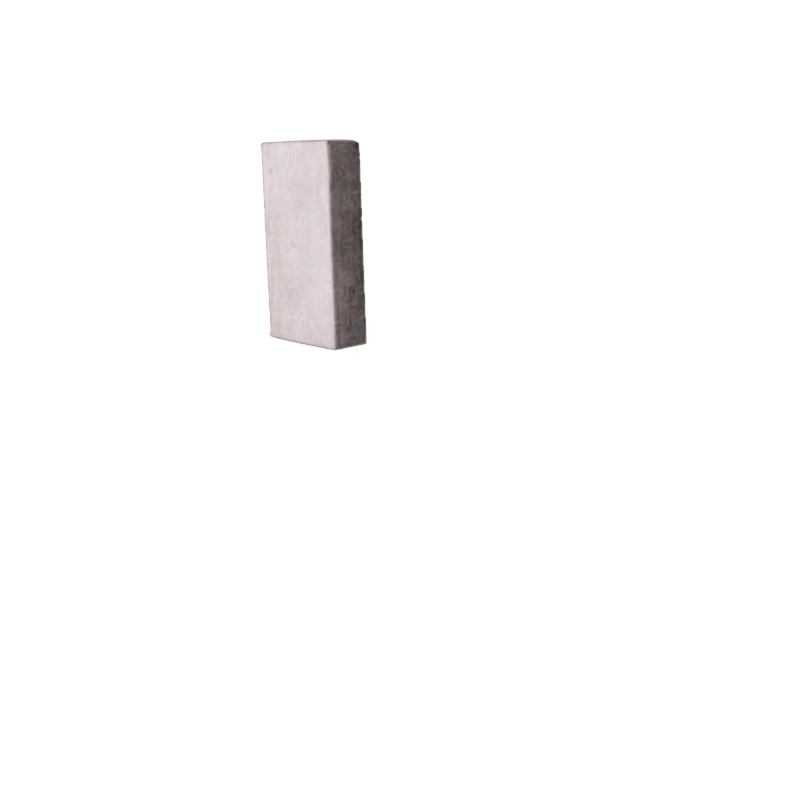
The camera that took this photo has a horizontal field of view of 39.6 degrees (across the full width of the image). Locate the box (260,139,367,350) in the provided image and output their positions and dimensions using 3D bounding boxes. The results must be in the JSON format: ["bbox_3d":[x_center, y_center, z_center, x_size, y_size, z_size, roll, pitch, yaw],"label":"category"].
[{"bbox_3d":[-0.075,-0.138,0.963,0.046,0.174,0.098,-4,8,-42],"label":"box"}]
